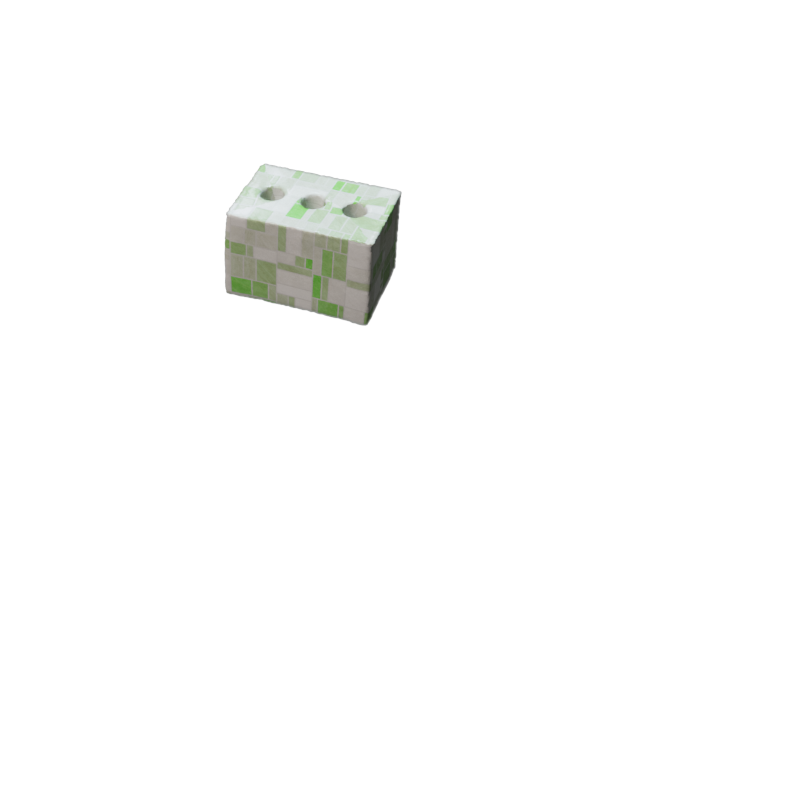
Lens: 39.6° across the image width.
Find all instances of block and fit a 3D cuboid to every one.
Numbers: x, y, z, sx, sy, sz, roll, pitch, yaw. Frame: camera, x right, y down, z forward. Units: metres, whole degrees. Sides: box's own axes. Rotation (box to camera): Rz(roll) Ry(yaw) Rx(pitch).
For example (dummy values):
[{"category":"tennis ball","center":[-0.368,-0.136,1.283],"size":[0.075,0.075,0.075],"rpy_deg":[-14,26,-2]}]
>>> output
[{"category":"block","center":[-0.044,-0.080,0.563],"size":[0.080,0.048,0.055],"rpy_deg":[13,41,14]}]
